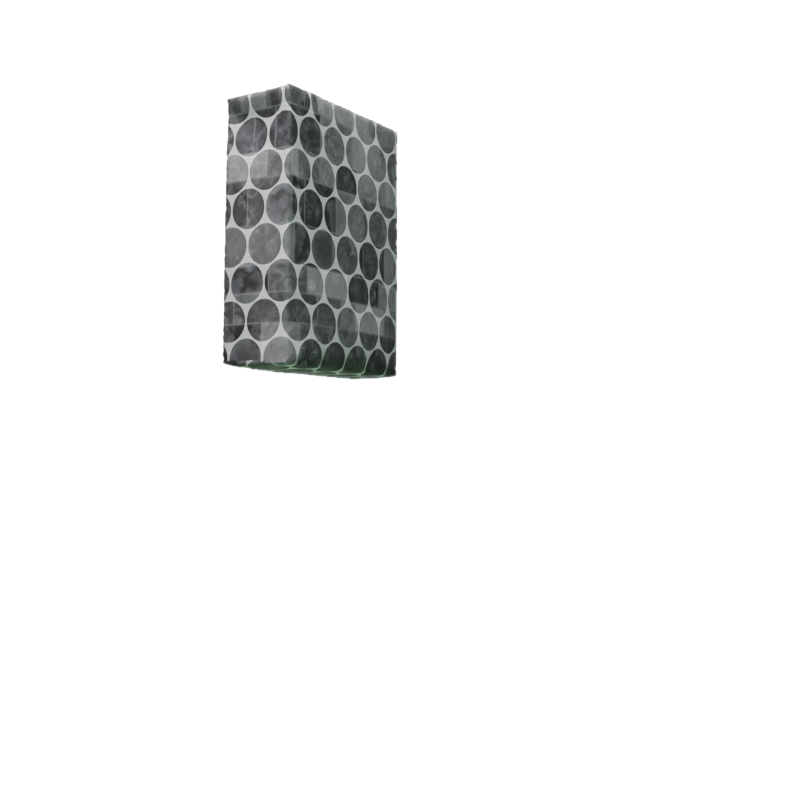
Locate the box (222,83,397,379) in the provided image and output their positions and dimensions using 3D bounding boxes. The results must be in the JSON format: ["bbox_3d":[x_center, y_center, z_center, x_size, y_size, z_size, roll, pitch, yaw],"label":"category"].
[{"bbox_3d":[-0.070,-0.128,0.898,0.074,0.219,0.156,-6,-9,31],"label":"box"}]
